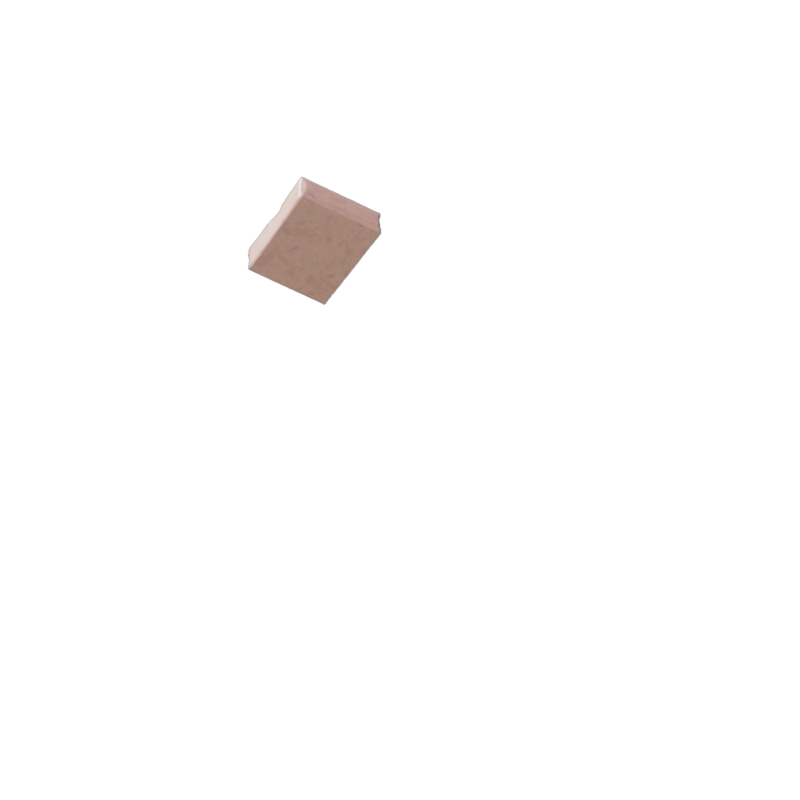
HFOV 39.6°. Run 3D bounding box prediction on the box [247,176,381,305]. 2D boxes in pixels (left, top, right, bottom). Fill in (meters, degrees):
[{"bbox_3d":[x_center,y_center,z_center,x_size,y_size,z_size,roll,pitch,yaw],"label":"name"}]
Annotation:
[{"bbox_3d":[-0.069,-0.125,0.877,0.070,0.032,0.087,25,-52,-22],"label":"box"}]
